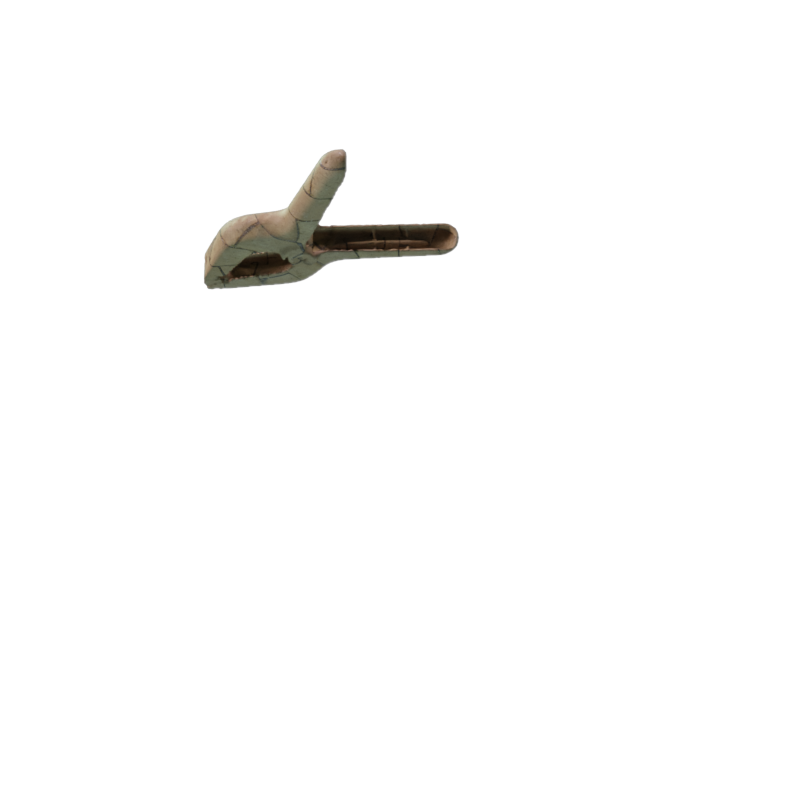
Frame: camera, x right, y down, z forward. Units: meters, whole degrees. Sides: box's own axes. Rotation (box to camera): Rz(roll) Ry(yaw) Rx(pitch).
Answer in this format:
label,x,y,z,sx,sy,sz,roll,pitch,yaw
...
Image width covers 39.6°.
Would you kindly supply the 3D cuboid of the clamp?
label,x,y,z,sx,sy,sz,roll,pitch,yaw
clamp,-0.070,-0.127,0.891,0.212,0.038,0.154,-18,-28,39
